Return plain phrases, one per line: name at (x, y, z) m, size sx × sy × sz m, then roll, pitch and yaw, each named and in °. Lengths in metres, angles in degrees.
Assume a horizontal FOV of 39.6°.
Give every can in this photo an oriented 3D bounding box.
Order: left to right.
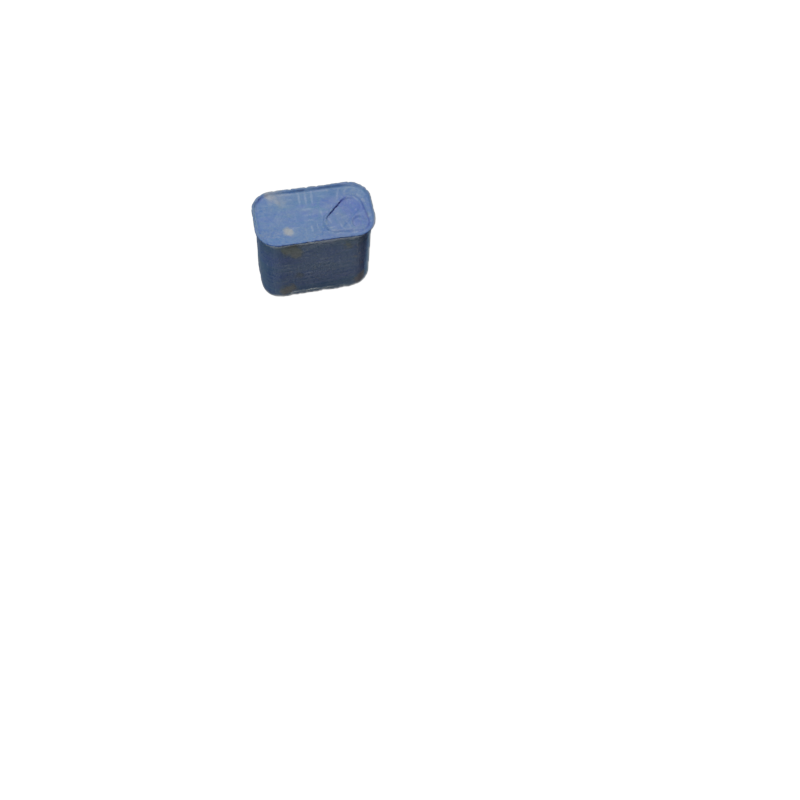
can at (-0.075, -0.137, 0.958) m, size 0.101 × 0.062 × 0.078 m, roll -9°, pitch -30°, yaw -7°
